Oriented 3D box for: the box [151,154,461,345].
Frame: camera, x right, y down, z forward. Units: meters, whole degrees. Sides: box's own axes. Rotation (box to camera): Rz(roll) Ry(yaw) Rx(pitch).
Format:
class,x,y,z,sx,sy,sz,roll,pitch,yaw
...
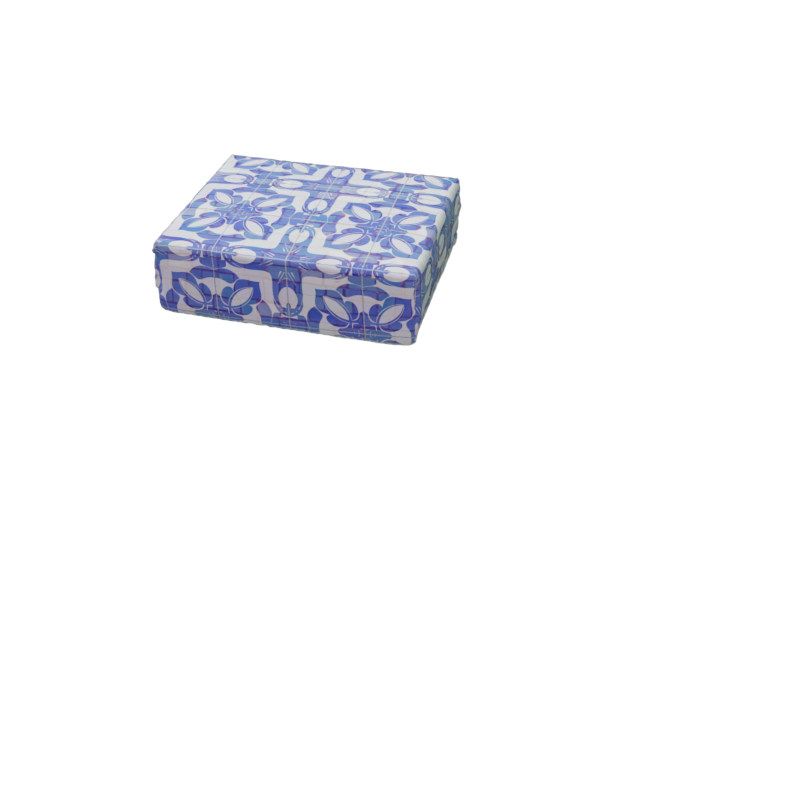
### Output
class,x,y,z,sx,sy,sz,roll,pitch,yaw
box,-0.038,-0.068,0.479,0.116,0.036,0.094,10,37,13
